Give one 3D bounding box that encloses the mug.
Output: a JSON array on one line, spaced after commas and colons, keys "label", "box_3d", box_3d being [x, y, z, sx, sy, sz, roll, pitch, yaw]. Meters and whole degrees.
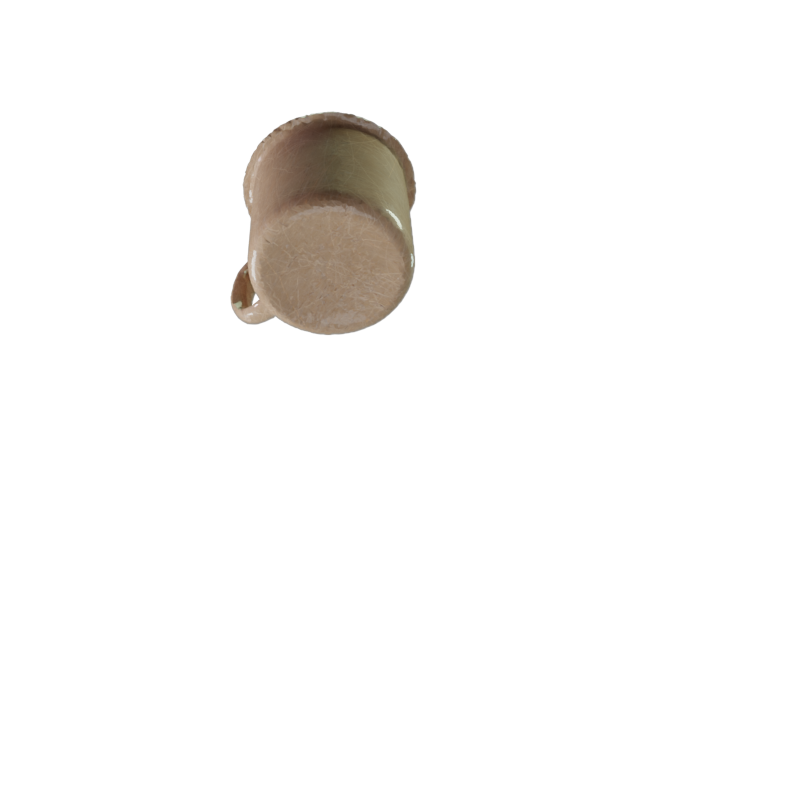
[{"label": "mug", "box_3d": [-0.045, -0.081, 0.569, 0.116, 0.088, 0.087, -36, 30, 22]}]
